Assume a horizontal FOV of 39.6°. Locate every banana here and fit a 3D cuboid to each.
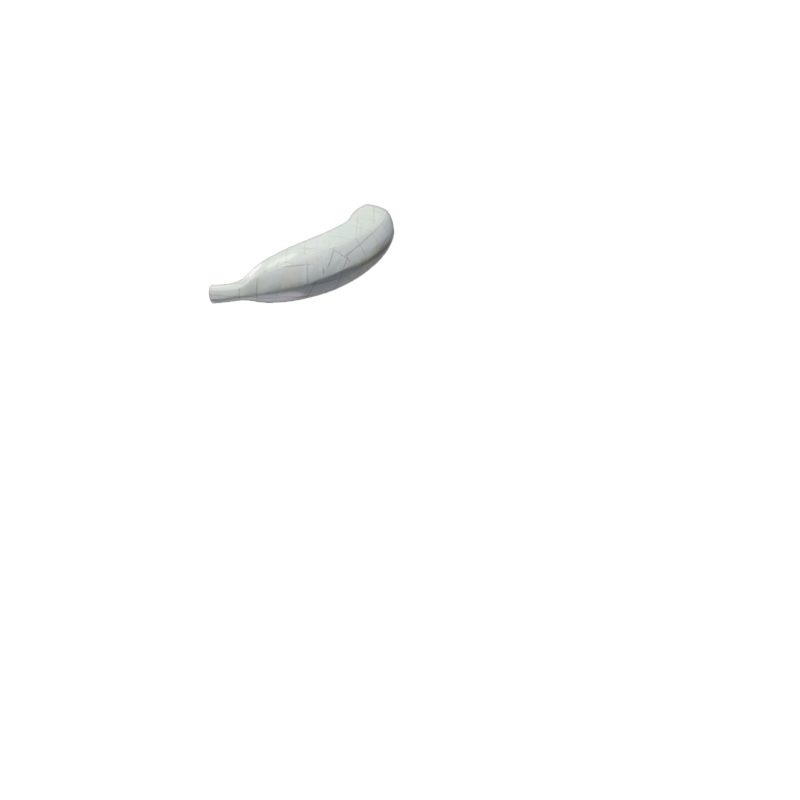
[{"bbox_3d":[-0.047,-0.106,0.772,0.073,0.035,0.198,14,28,28],"label":"banana"}]
